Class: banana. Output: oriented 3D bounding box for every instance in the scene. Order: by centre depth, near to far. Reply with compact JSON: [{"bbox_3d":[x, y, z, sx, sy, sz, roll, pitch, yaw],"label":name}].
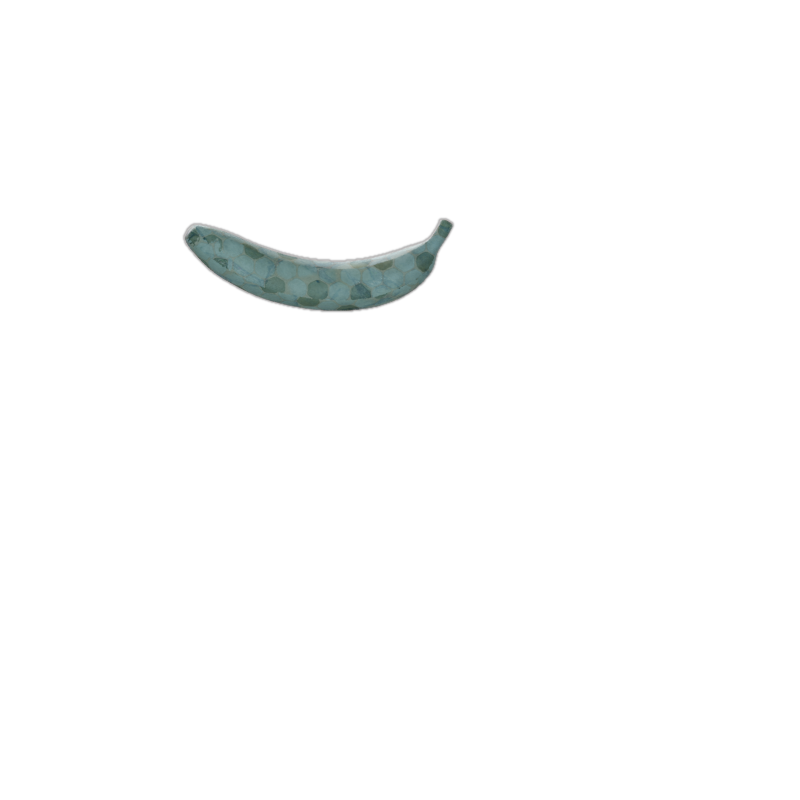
[{"bbox_3d":[-0.060,-0.100,0.825,0.198,0.068,0.038,-2,9,0],"label":"banana"}]
